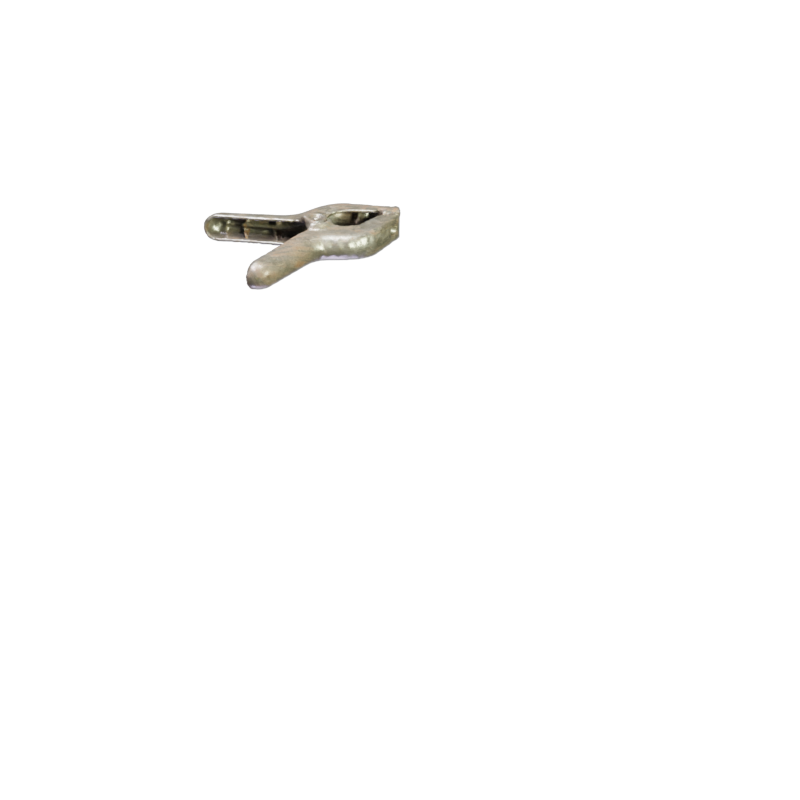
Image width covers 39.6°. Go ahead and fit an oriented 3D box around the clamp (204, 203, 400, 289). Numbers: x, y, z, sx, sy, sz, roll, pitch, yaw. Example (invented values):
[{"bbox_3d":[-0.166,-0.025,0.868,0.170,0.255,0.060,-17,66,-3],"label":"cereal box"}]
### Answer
[{"bbox_3d":[-0.074,-0.135,0.947,0.169,0.037,0.130,-10,38,-13],"label":"clamp"}]
